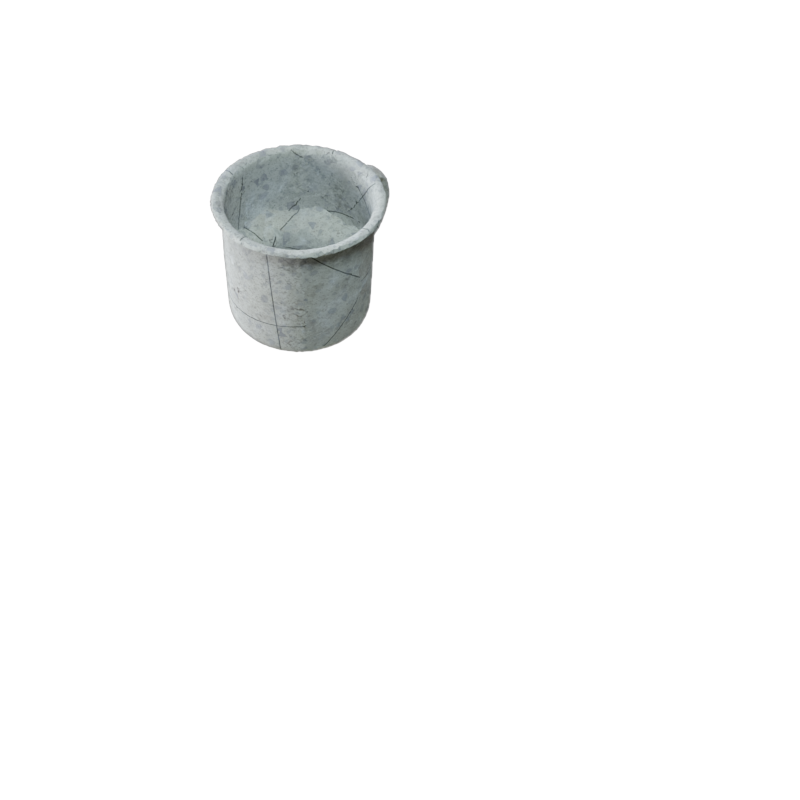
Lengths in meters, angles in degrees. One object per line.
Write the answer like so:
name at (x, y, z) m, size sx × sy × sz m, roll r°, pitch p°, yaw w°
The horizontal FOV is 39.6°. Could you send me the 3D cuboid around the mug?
mug at (-0.048, -0.088, 0.619) m, size 0.099 × 0.076 × 0.119 m, roll 31°, pitch 53°, yaw 25°
